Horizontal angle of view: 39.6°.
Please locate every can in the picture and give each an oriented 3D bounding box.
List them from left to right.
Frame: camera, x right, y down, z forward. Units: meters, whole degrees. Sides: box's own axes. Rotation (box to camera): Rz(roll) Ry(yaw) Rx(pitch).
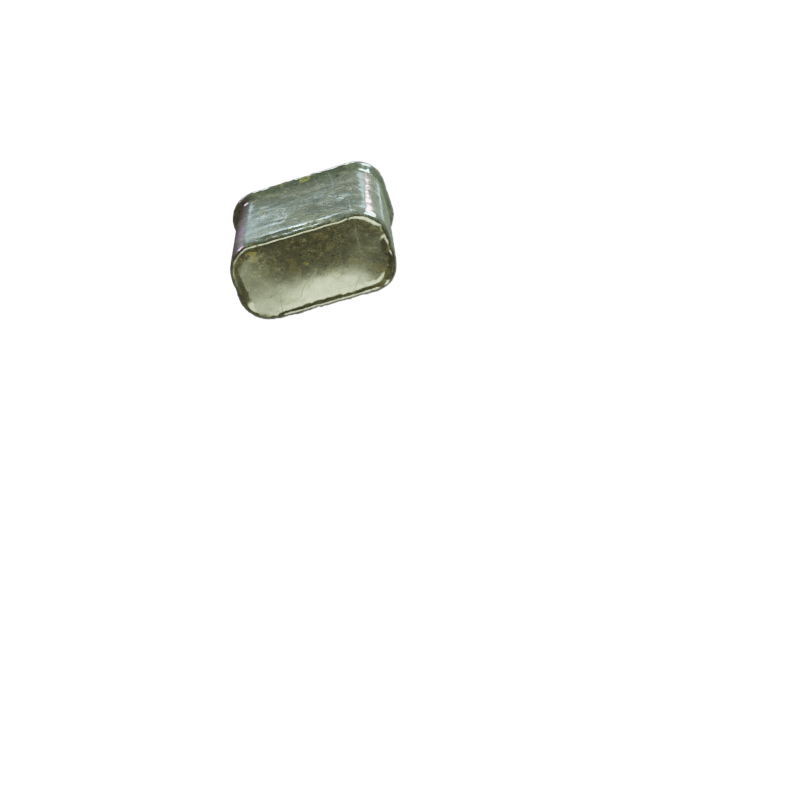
[{"bbox_3d":[-0.054,-0.097,0.682,0.102,0.054,0.089,-16,28,6],"label":"can"}]
